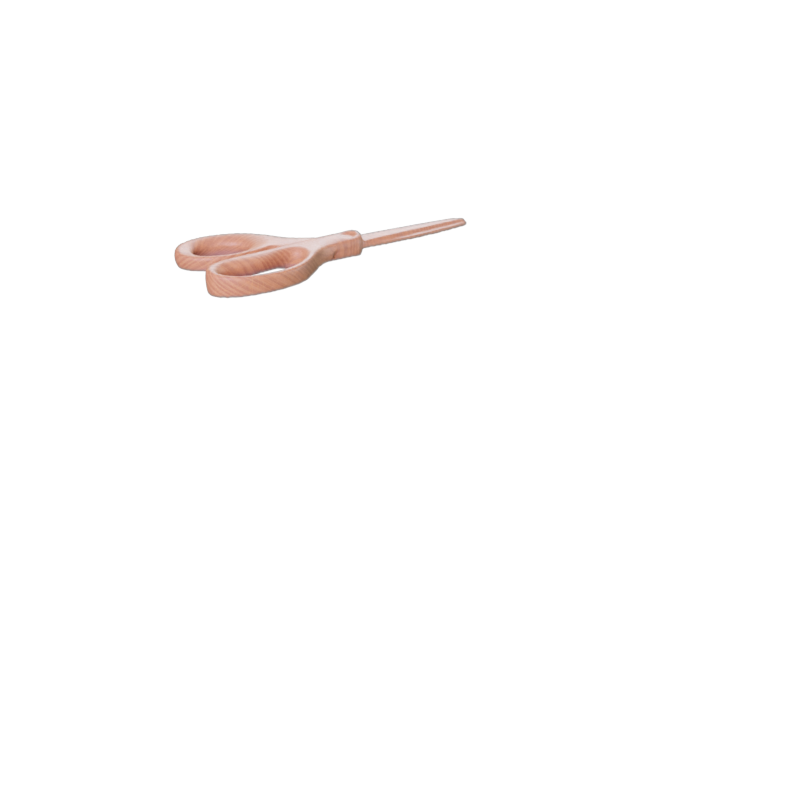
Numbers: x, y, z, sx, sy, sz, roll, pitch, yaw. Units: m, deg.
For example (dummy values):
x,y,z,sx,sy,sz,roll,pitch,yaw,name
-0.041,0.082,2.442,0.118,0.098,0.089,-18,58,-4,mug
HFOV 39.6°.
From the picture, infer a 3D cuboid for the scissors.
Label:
x,y,z,sx,sy,sz,roll,pitch,yaw,name
-0.053,-0.097,0.682,0.101,0.015,0.200,16,28,33,scissors
